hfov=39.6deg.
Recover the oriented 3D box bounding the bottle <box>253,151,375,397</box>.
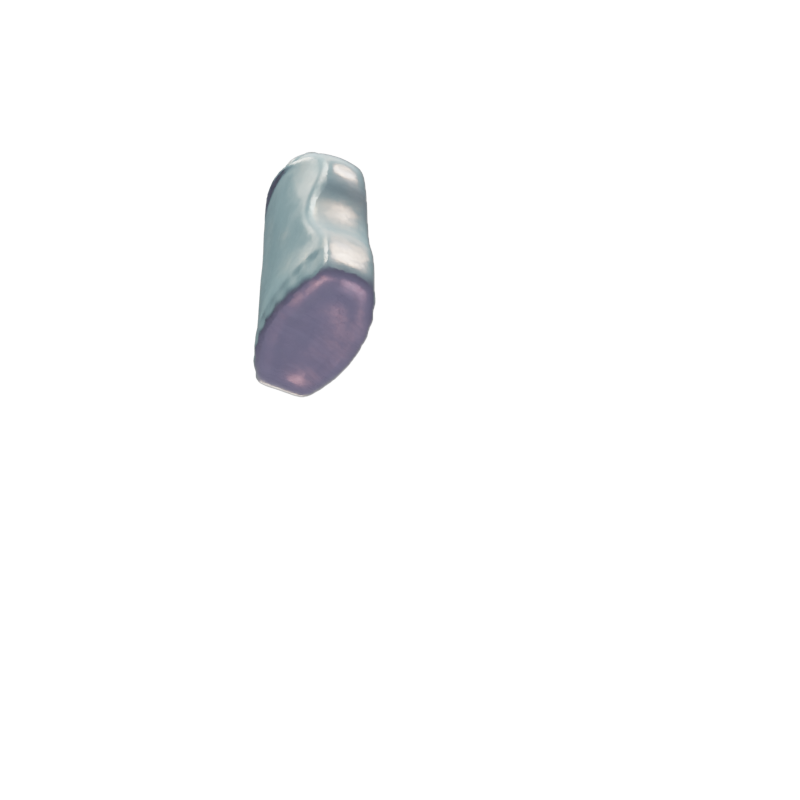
[{"bbox_3d":[-0.055,-0.099,0.693,0.057,0.092,0.205,18,36,-19],"label":"bottle"}]
